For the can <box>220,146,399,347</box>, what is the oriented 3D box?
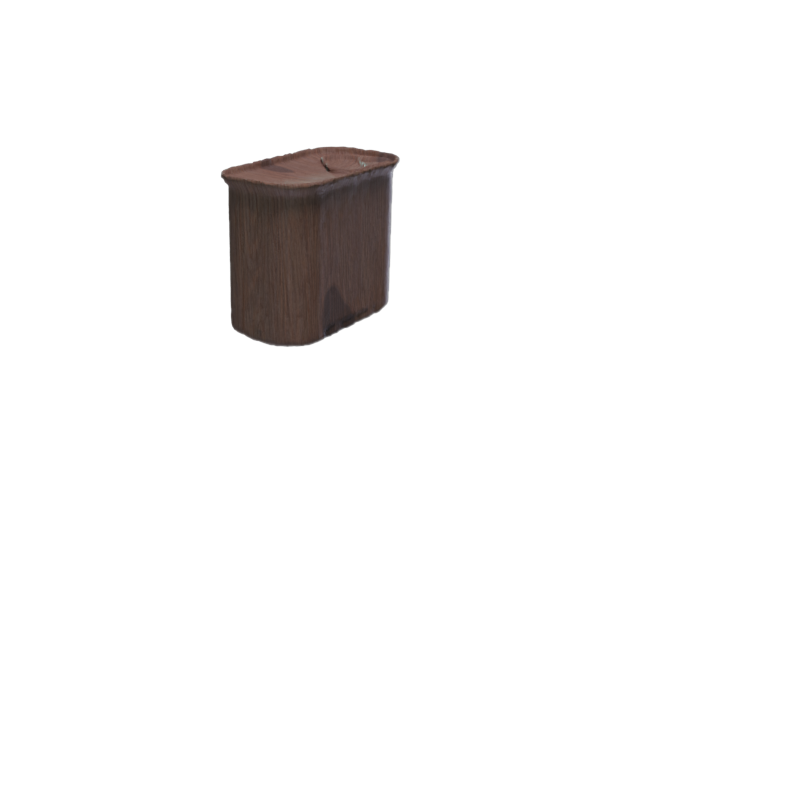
[{"bbox_3d":[-0.045,-0.083,0.580,0.060,0.080,0.101,12,23,31],"label":"can"}]
